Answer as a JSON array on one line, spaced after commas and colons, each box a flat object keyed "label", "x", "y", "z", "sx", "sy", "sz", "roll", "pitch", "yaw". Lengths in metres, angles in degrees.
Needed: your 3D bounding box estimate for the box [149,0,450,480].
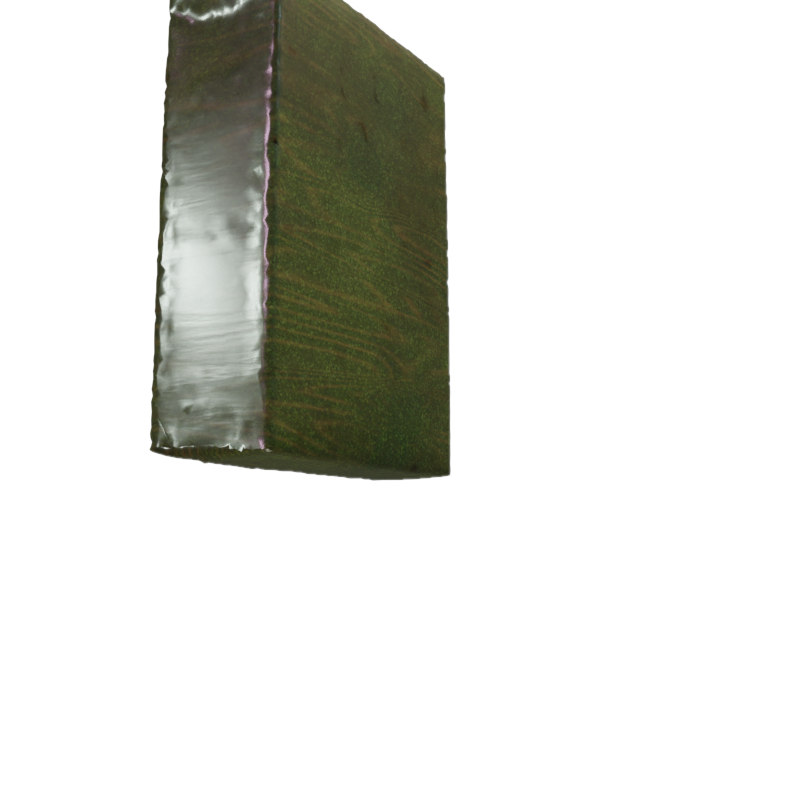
[{"label": "box", "x": -0.041, "y": -0.075, "z": 0.524, "sx": 0.073, "sy": 0.221, "sz": 0.155, "roll": -9, "pitch": -15, "yaw": 29}]
